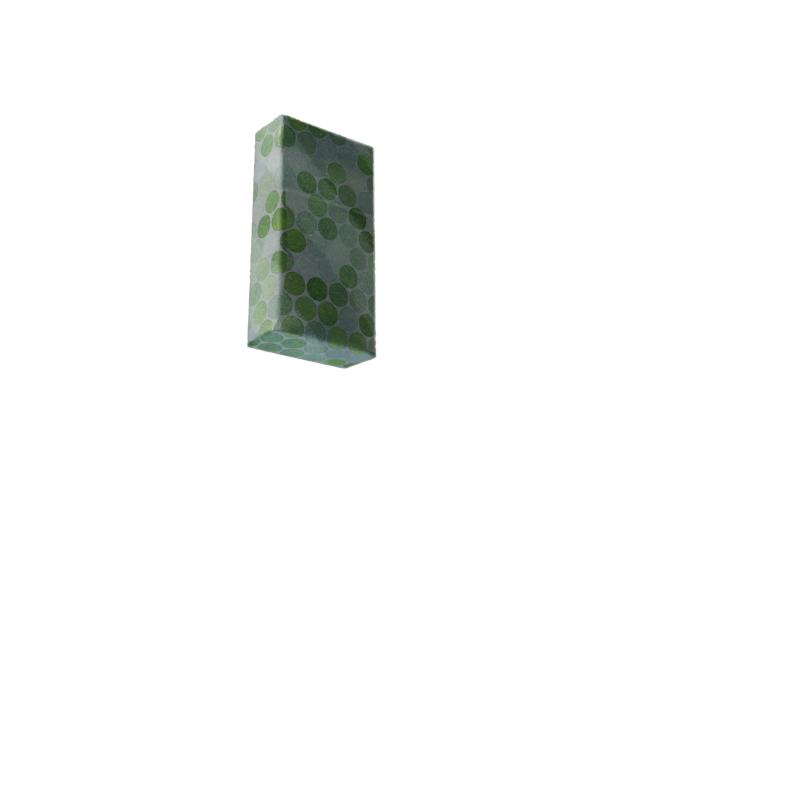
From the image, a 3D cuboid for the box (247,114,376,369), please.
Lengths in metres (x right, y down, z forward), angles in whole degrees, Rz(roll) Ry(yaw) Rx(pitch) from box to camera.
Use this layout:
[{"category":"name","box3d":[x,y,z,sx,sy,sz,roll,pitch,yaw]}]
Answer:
[{"category":"box","box3d":[-0.066,-0.120,0.840,0.088,0.186,0.048,15,-29,-34]}]
